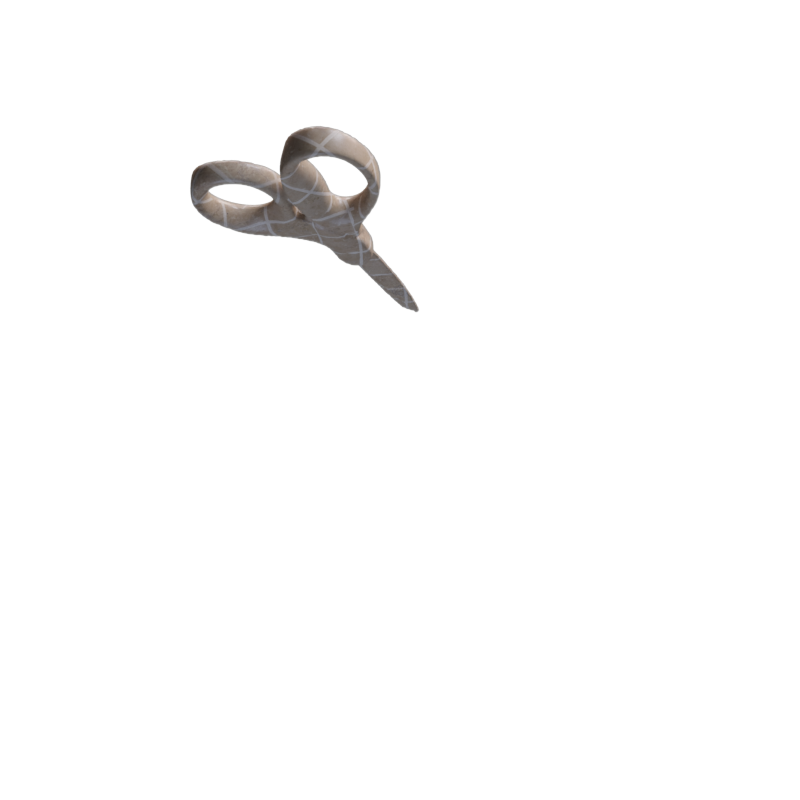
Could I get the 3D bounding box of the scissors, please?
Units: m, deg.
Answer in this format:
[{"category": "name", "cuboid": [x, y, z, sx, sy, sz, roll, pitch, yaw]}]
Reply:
[{"category": "scissors", "cuboid": [-0.044, -0.080, 0.558, 0.097, 0.017, 0.191, -2, -19, 4]}]
